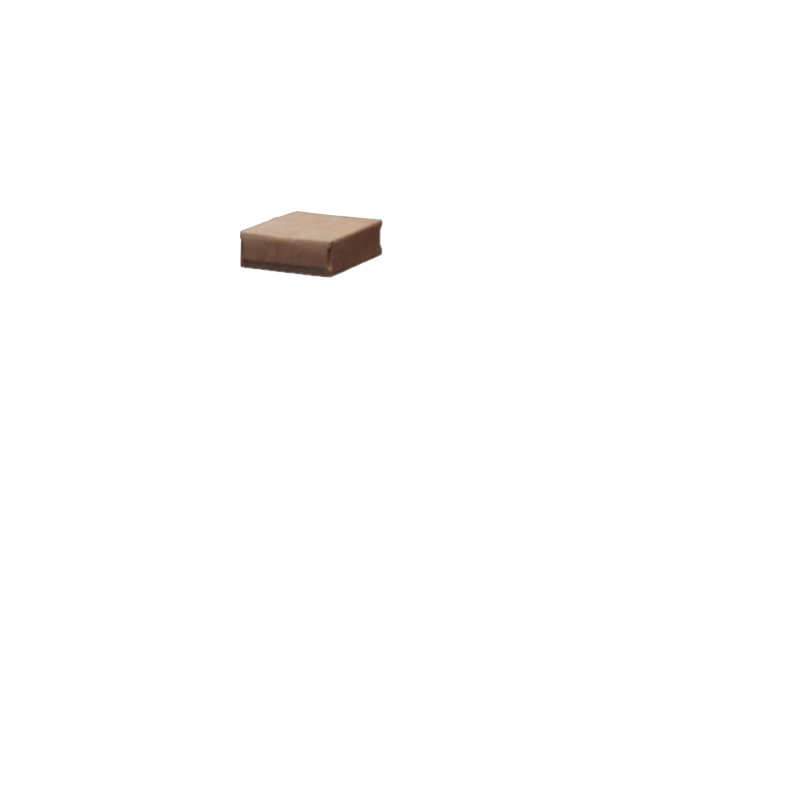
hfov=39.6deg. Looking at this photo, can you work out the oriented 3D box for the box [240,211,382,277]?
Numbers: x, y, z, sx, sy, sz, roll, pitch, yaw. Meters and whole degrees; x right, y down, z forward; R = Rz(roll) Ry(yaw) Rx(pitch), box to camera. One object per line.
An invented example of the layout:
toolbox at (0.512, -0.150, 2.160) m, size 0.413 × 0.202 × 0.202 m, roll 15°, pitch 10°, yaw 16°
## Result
box at (-0.063, -0.115, 0.803) m, size 0.076 × 0.029 × 0.089 m, roll 9°, pitch 21°, yaw 24°
